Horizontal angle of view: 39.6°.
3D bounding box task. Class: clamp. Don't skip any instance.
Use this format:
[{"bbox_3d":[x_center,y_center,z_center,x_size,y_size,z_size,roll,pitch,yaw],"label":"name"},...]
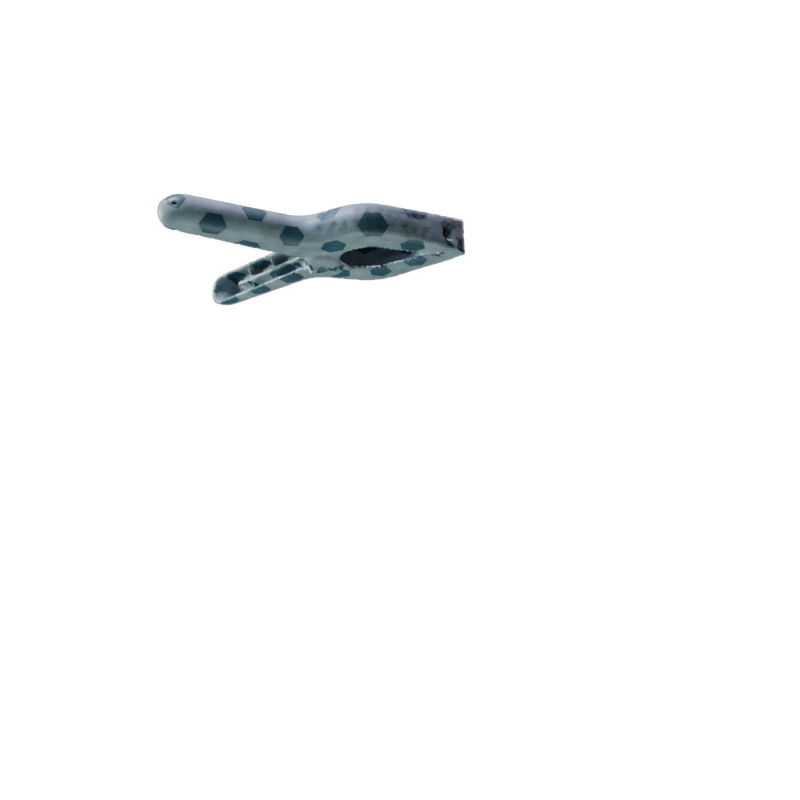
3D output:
[{"bbox_3d":[-0.062,-0.113,0.791,0.213,0.038,0.155,-4,-17,14],"label":"clamp"}]
